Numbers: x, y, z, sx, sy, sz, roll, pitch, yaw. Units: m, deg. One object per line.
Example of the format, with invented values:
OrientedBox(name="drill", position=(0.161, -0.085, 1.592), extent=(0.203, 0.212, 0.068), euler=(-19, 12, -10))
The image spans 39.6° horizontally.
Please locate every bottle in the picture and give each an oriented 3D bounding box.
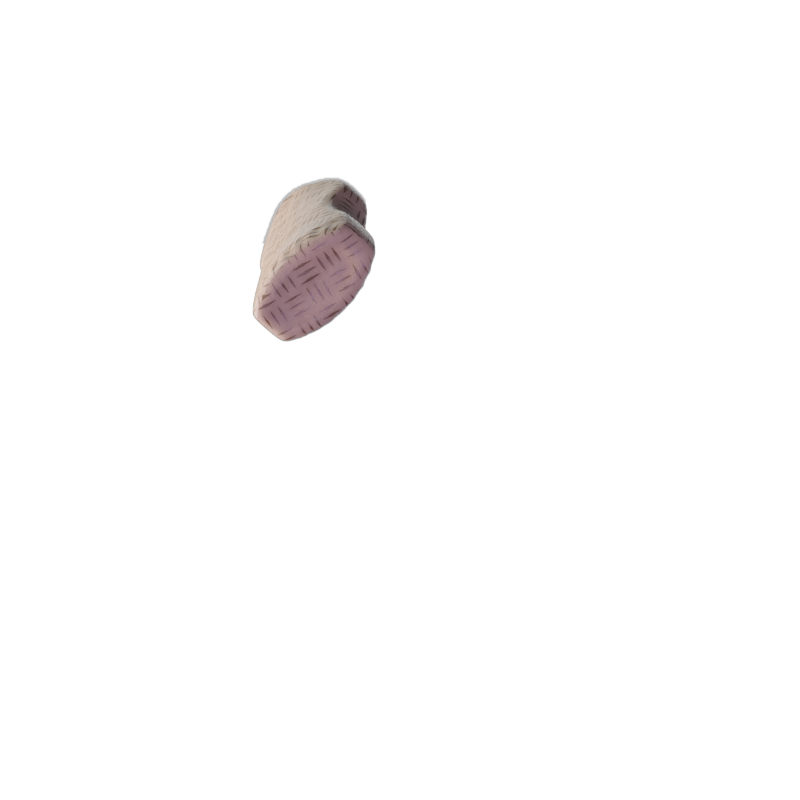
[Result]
OrientedBox(name="bottle", position=(-0.067, -0.121, 0.845), extent=(0.056, 0.095, 0.202), euler=(40, 17, -20))
